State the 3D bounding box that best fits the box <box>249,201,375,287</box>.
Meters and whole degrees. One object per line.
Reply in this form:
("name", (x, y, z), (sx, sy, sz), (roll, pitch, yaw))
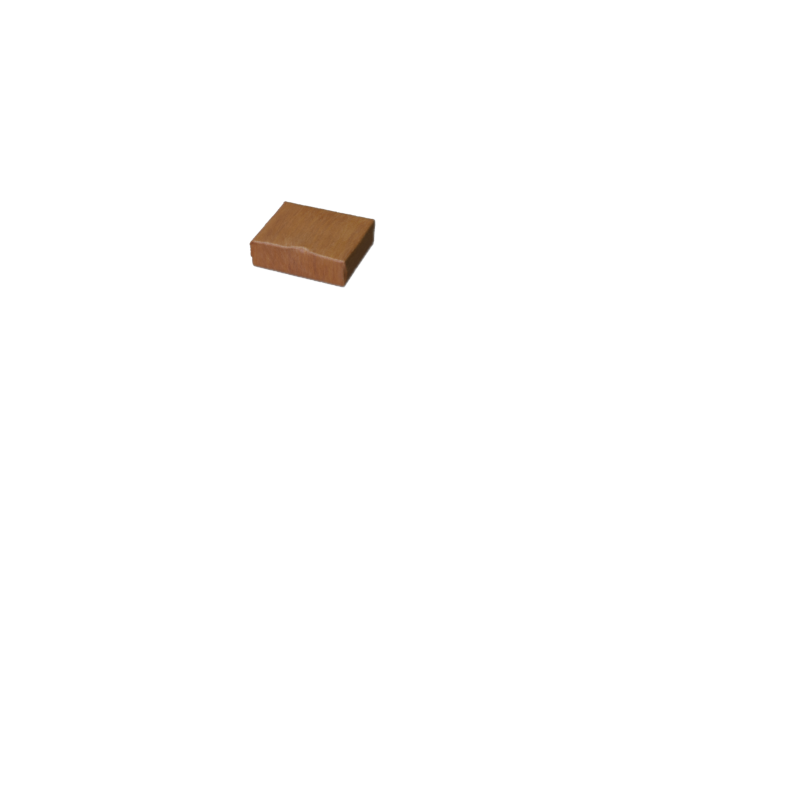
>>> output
("box", (-0.075, -0.137, 0.961), (0.092, 0.028, 0.076), (14, 40, 17))
